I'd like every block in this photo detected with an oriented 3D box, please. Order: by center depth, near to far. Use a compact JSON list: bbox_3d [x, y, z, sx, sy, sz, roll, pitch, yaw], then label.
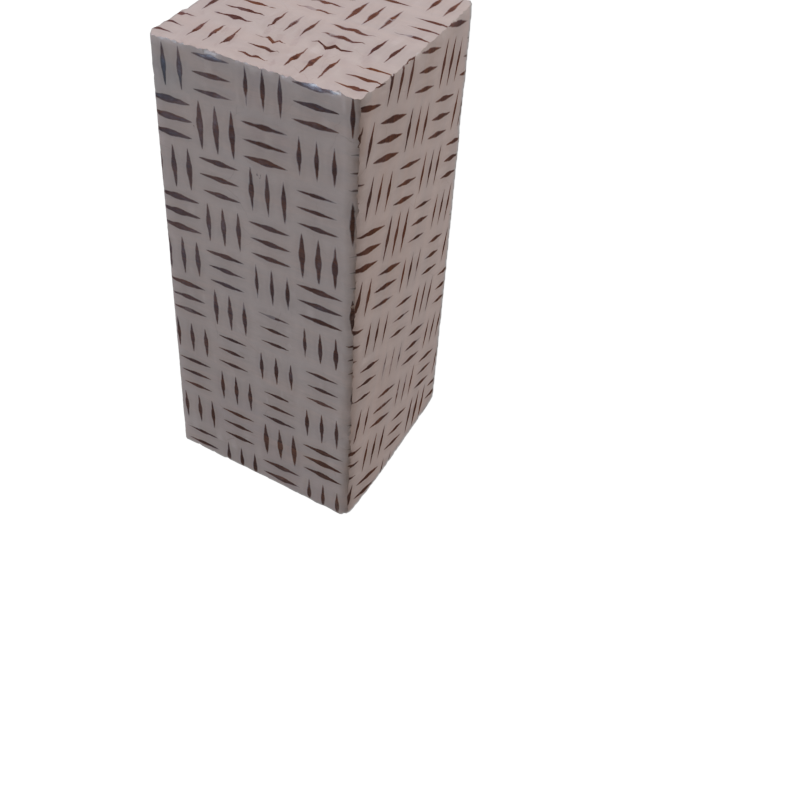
[{"bbox_3d":[-0.036,-0.066,0.464,0.095,0.192,0.092,22,44,21],"label":"block"}]
